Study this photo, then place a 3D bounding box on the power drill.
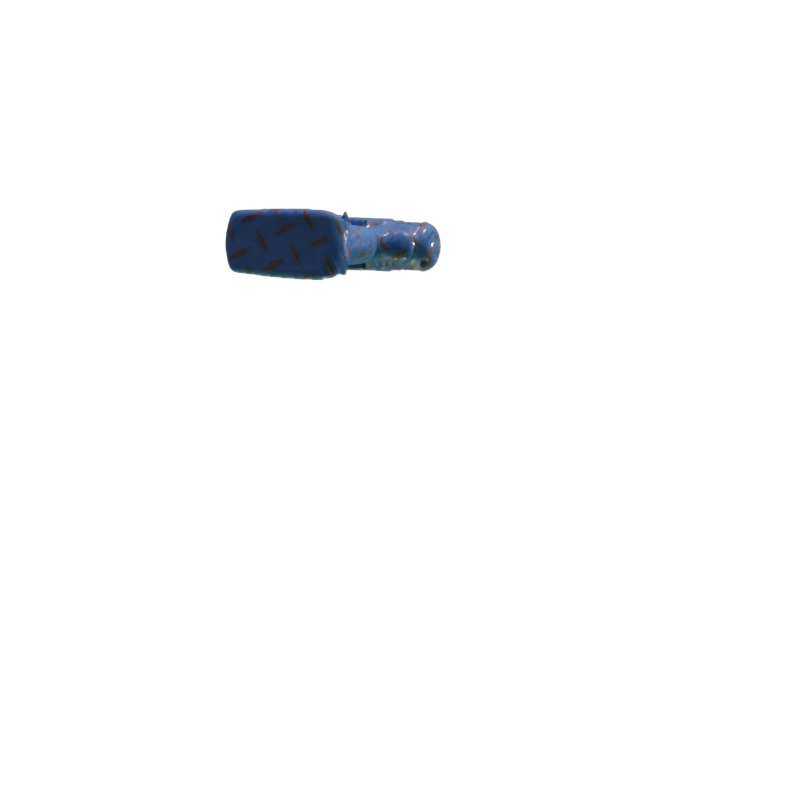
[{"bbox_3d":[-0.077,-0.140,0.981,0.190,0.057,0.184,4,10,23],"label":"power drill"}]
